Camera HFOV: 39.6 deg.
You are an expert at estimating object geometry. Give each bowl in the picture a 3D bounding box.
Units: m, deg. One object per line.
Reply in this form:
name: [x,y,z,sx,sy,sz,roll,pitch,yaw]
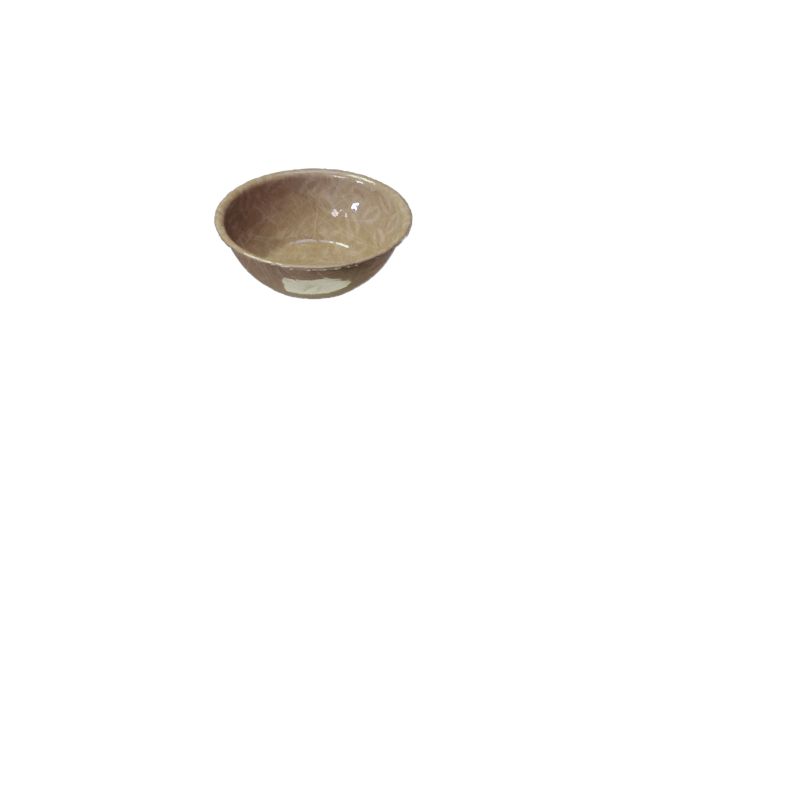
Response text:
bowl: [-0.072,-0.131,0.917,0.162,0.051,0.173,-1,37,-2]
